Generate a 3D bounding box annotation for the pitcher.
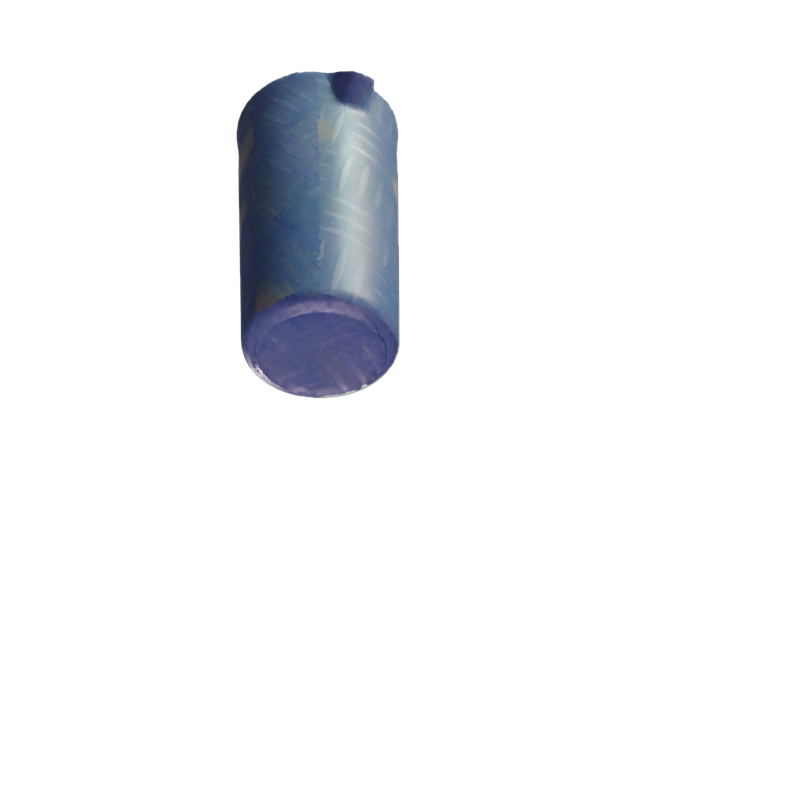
[{"bbox_3d":[-0.065,-0.119,0.836,0.146,0.261,0.137,-13,-43,11],"label":"pitcher"}]
